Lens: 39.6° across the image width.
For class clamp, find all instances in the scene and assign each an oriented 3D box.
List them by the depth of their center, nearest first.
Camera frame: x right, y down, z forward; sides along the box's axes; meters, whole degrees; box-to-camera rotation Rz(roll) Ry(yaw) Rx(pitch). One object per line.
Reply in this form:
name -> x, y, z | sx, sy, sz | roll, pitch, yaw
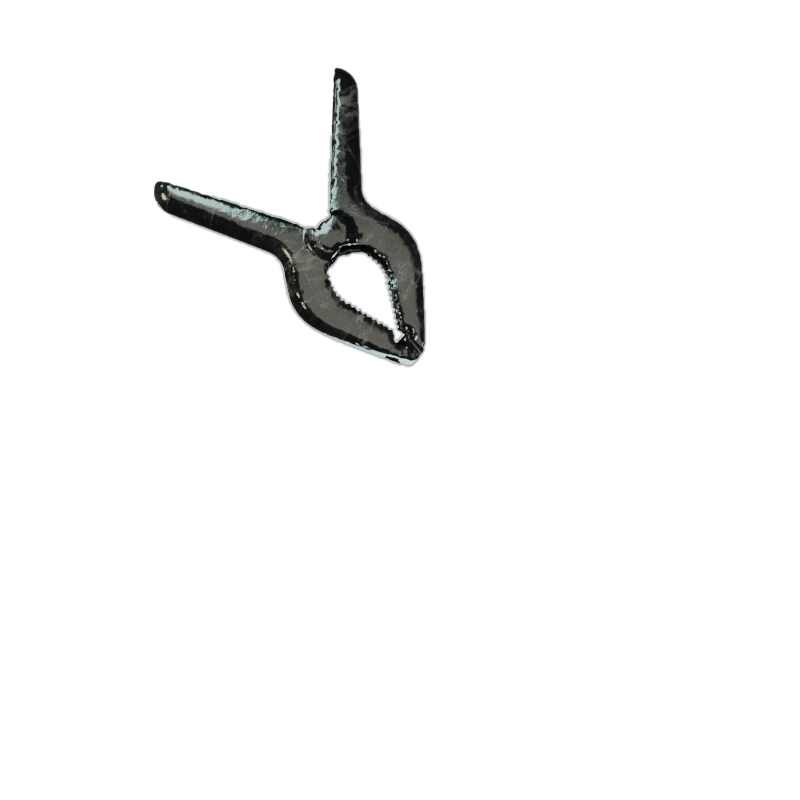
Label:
clamp -> -0.059, -0.108, 0.758 | 0.164, 0.218, 0.035 | -28, -13, -7
